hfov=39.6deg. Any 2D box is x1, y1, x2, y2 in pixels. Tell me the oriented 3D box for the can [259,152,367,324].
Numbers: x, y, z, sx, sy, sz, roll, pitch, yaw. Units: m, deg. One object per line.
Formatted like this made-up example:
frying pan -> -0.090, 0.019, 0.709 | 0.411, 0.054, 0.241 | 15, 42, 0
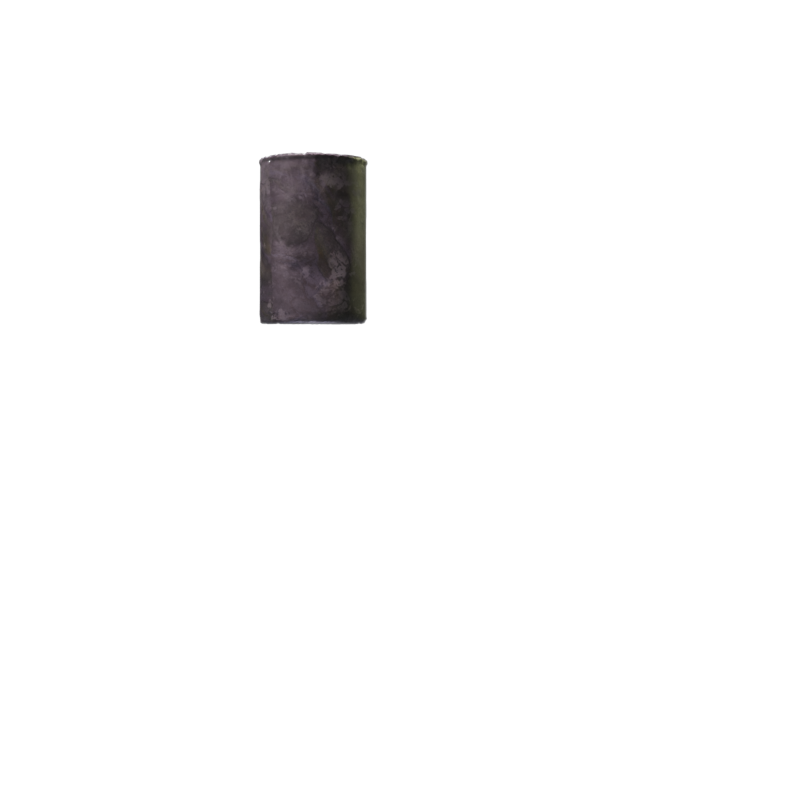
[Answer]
can -> -0.054, -0.098, 0.689 | 0.068, 0.103, 0.068 | 0, -2, -2
